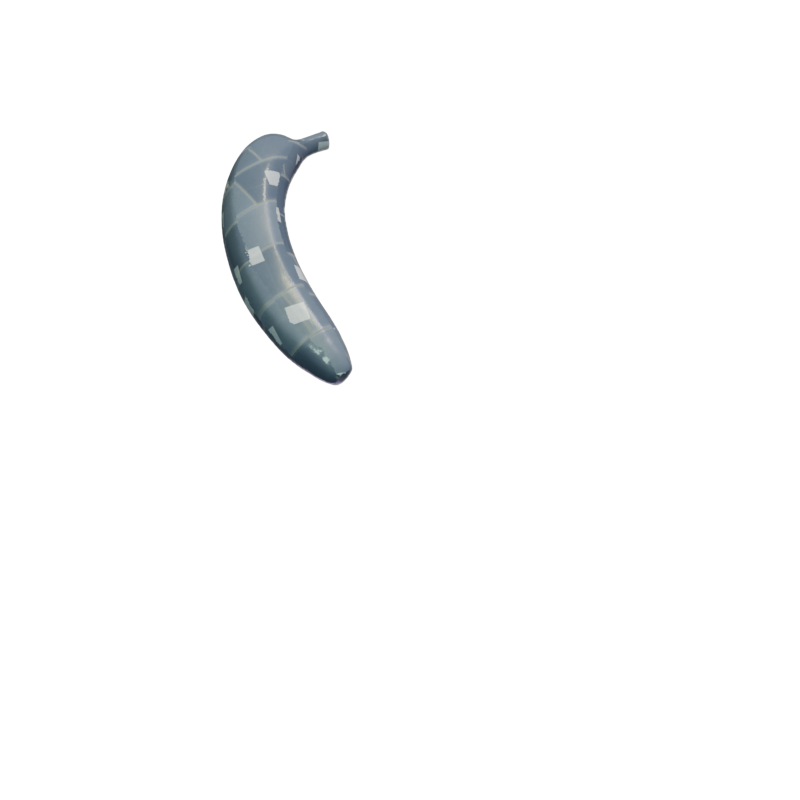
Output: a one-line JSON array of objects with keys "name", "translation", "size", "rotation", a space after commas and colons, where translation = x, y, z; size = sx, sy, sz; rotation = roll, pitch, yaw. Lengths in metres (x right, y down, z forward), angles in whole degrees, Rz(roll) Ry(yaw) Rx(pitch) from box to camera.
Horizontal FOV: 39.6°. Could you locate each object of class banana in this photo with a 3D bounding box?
[{"name": "banana", "translation": [-0.069, -0.094, 0.645], "size": [0.069, 0.213, 0.034], "rotation": [-4, -38, -4]}]
